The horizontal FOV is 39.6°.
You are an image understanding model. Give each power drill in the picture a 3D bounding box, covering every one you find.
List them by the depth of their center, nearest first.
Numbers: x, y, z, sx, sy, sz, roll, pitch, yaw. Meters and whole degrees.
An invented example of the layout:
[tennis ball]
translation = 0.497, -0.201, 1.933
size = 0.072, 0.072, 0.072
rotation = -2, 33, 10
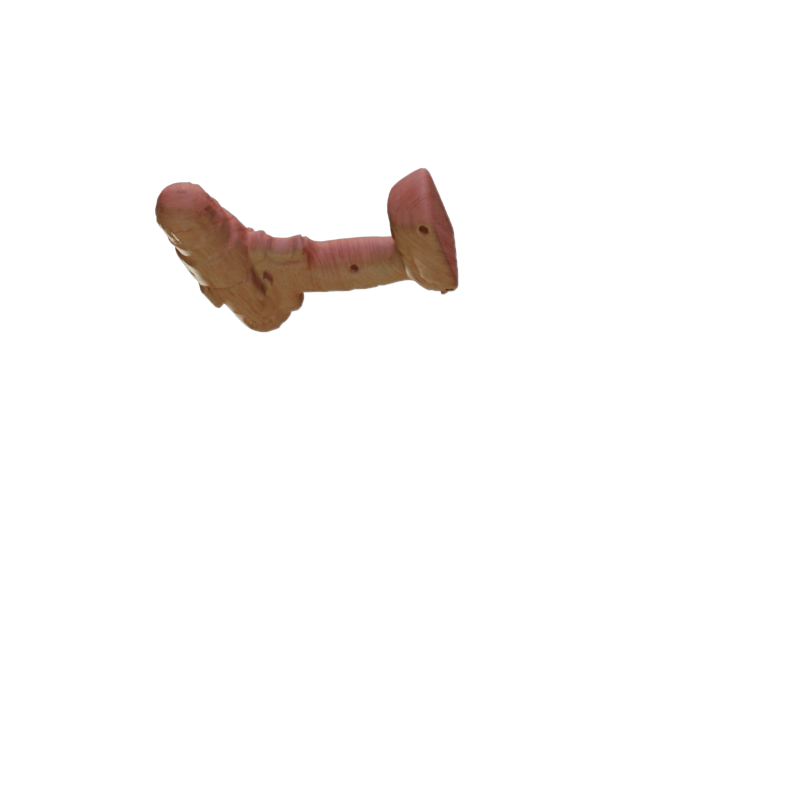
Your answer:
[power drill]
translation = -0.062, -0.113, 0.789
size = 0.190, 0.061, 0.172
rotation = -7, -23, 16
